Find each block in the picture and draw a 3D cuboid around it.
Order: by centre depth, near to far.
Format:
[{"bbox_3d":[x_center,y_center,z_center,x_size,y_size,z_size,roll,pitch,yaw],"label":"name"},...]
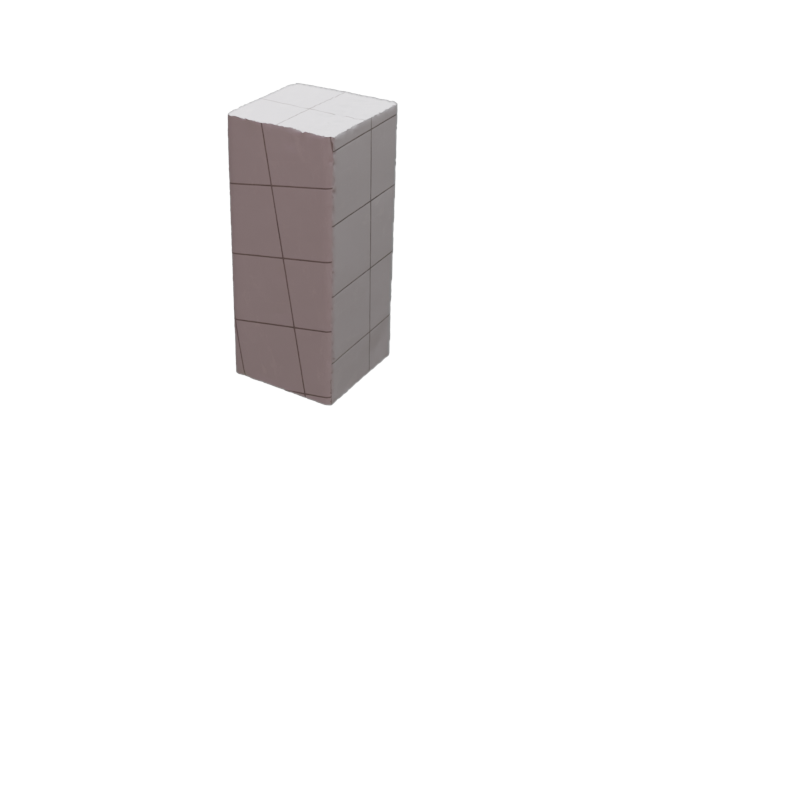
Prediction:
[{"bbox_3d":[-0.064,-0.116,0.812,0.094,0.195,0.092,17,31,26],"label":"block"}]
